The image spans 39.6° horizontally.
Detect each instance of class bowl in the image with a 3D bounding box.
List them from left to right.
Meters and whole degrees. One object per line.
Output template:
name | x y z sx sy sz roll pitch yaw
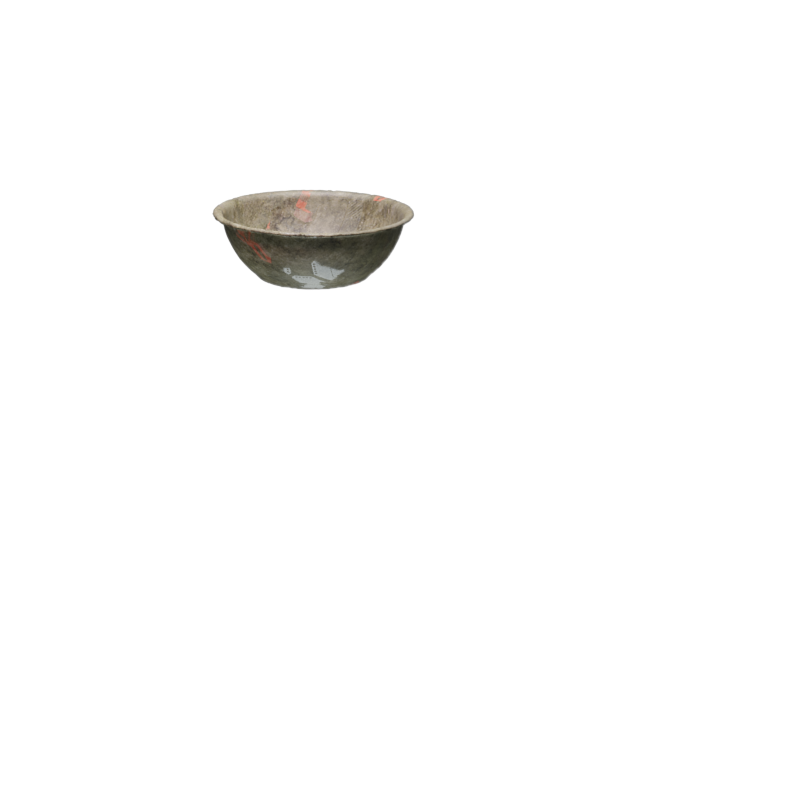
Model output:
bowl | -0.070 -0.128 0.897 0.162 0.053 0.169 -1 21 -2
